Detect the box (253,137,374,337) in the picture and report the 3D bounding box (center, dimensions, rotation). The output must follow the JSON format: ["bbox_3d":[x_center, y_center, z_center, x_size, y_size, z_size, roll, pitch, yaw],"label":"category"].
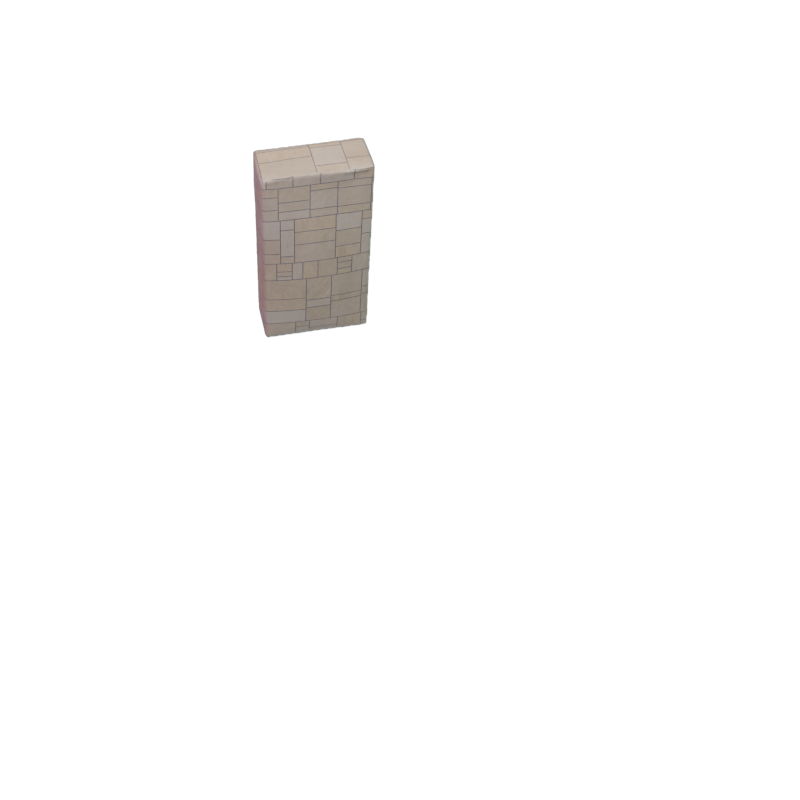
[{"bbox_3d":[-0.072,-0.131,0.921,0.092,0.052,0.164,-8,-40,-10],"label":"box"}]
